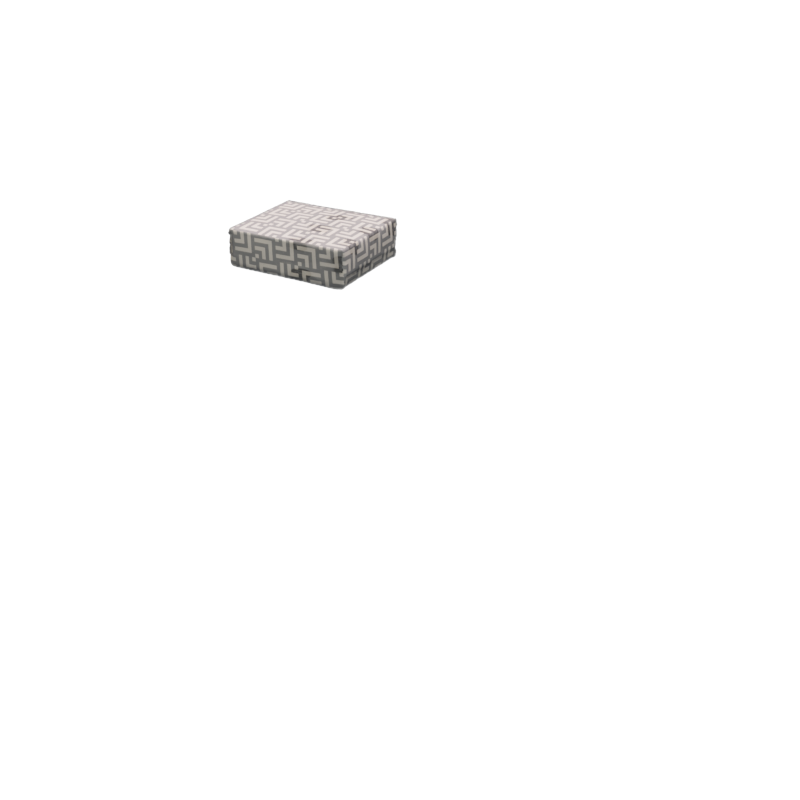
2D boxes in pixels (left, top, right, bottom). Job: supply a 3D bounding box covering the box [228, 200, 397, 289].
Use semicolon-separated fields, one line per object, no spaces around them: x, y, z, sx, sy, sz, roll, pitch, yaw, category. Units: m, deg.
-0.072;-0.132;0.924;0.119;0.037;0.090;16;31;27;box
